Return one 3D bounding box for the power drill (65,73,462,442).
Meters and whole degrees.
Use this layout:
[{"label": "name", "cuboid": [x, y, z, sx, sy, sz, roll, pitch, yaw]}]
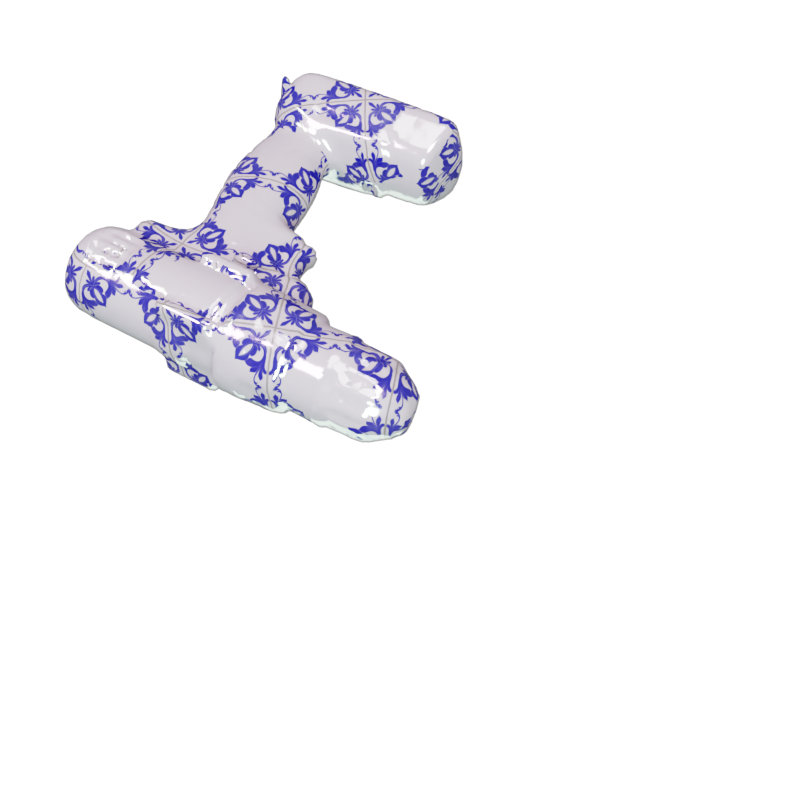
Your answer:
[{"label": "power drill", "cuboid": [-0.043, -0.078, 0.548, 0.192, 0.053, 0.193, 24, 53, 19]}]
